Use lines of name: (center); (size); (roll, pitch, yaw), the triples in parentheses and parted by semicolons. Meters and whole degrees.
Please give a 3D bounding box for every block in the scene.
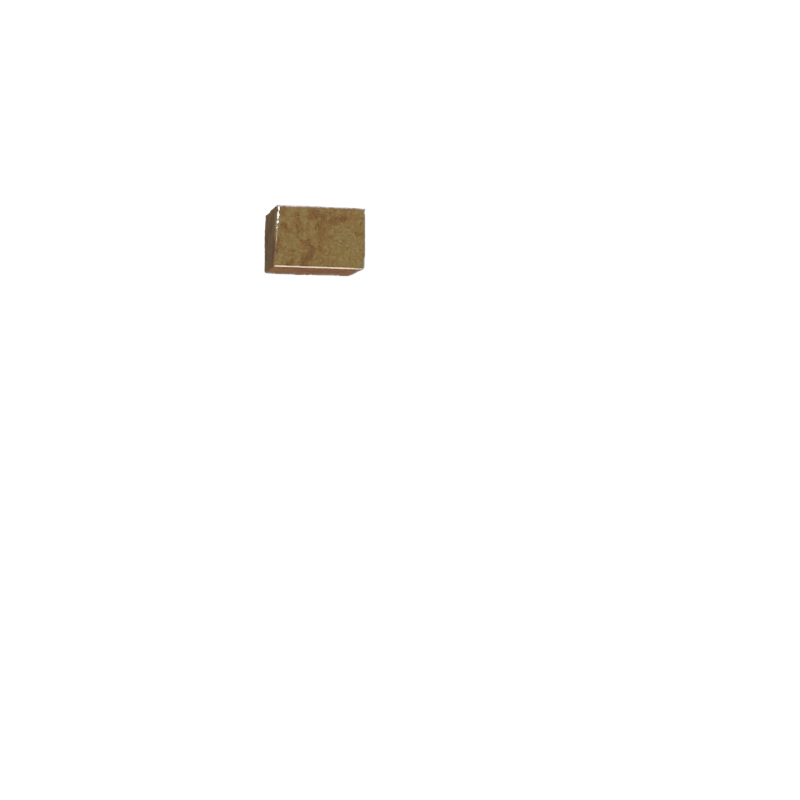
block: (-0.073, -0.133, 0.932); (0.076, 0.052, 0.053); (1, -5, -14)
